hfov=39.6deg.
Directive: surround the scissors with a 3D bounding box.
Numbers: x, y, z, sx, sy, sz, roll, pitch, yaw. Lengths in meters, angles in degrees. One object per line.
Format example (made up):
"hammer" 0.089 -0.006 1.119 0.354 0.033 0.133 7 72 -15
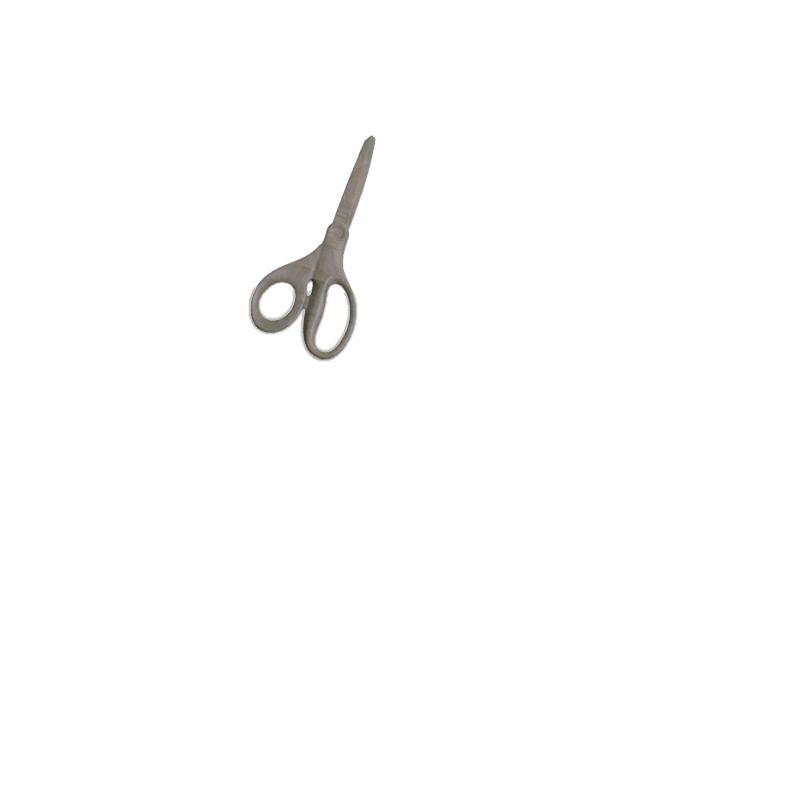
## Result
"scissors" -0.072 -0.132 0.925 0.096 0.211 0.015 2 -20 1
